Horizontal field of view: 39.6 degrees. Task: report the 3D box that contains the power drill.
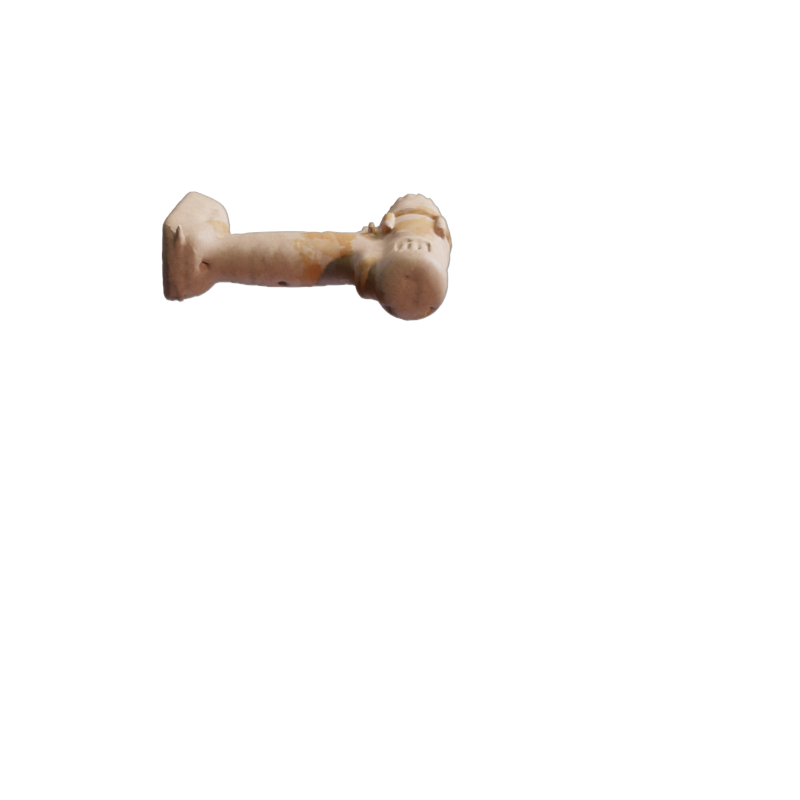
[{"bbox_3d":[-0.059,-0.107,0.752,0.189,0.055,0.191,1,21,3],"label":"power drill"}]
